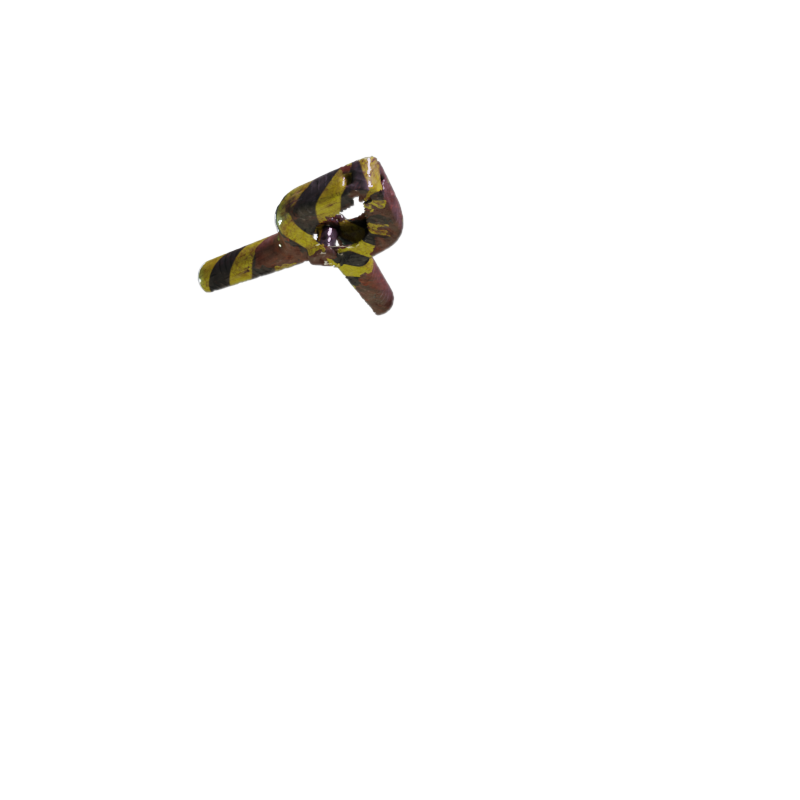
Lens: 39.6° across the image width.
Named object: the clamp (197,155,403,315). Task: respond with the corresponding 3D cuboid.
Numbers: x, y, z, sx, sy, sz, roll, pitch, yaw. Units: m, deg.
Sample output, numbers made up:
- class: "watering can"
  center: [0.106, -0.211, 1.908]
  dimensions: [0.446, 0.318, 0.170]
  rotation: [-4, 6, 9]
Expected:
- class: "clamp"
  center: [-0.066, -0.120, 0.838]
  dimensions: [0.162, 0.038, 0.202]
  rotation: [4, -22, -11]
